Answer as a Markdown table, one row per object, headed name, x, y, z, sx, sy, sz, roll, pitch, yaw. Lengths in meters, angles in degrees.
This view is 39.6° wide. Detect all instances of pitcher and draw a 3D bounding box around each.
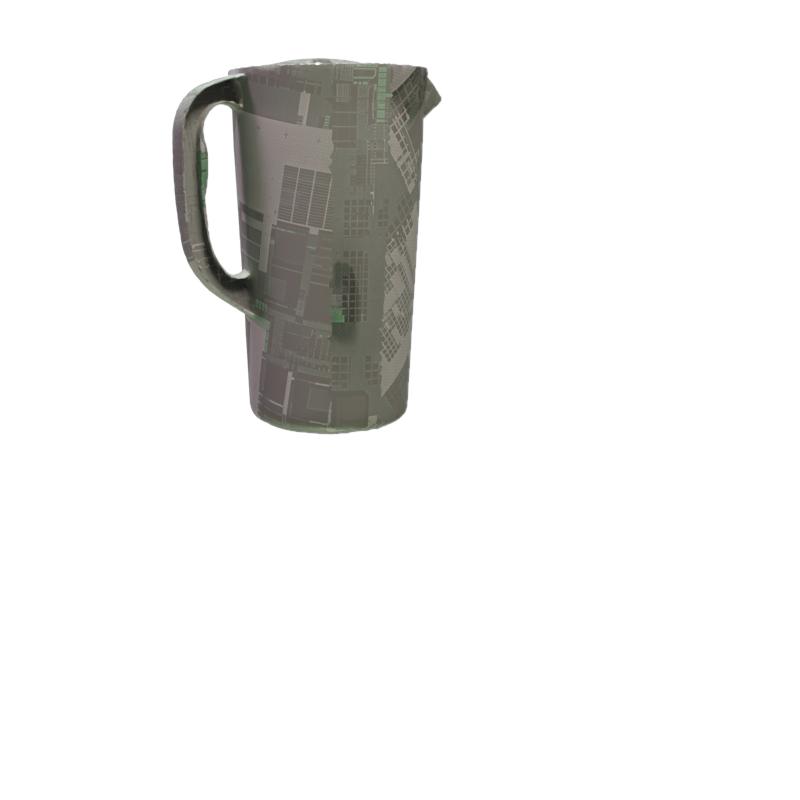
| name | x | y | z | sx | sy | sz | roll | pitch | yaw |
| --- | --- | --- | --- | --- | --- | --- | --- | --- | --- |
| pitcher | -0.058 | -0.106 | 0.743 | 0.153 | 0.240 | 0.143 | 2 | 7 | 18 |
